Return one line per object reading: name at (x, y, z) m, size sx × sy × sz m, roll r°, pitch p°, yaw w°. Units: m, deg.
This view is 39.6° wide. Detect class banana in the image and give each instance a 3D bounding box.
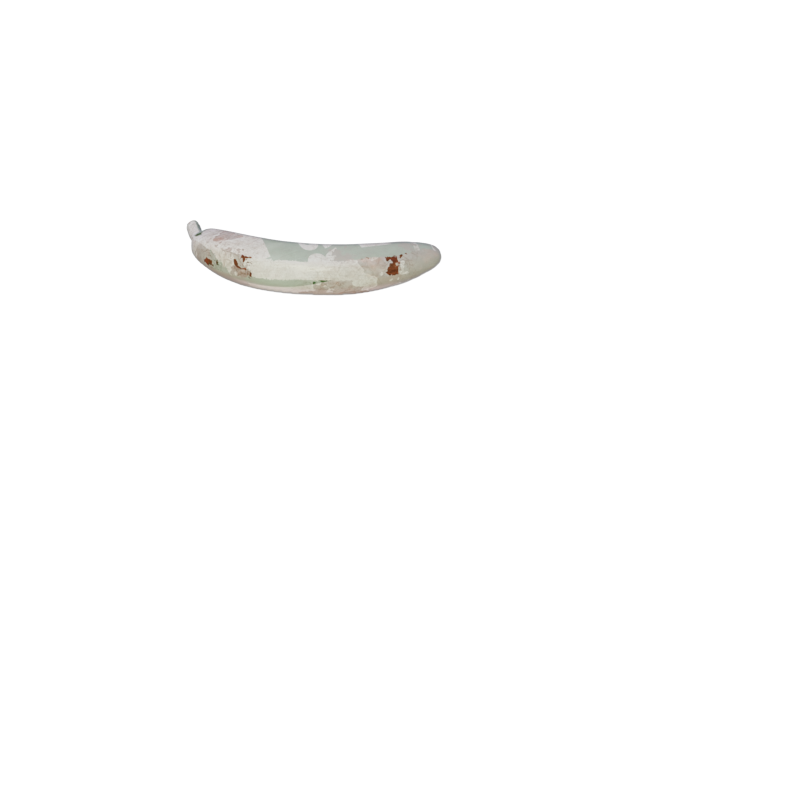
banana at (-0.071, -0.105, 0.813) m, size 0.201 × 0.034 × 0.073 m, roll 9°, pitch 44°, yaw 9°
